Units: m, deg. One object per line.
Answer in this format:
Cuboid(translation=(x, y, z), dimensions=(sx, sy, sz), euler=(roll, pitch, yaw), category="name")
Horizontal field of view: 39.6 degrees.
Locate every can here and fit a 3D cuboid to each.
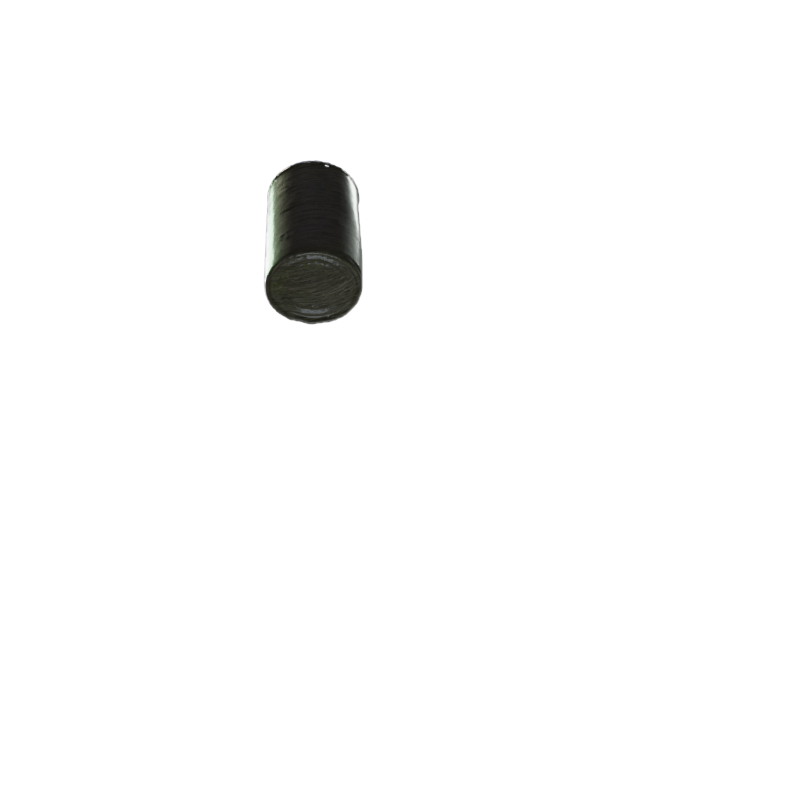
Cuboid(translation=(-0.061, -0.111, 0.776), dimensions=(0.068, 0.064, 0.110), euler=(-1, 44, -3), category="can")
